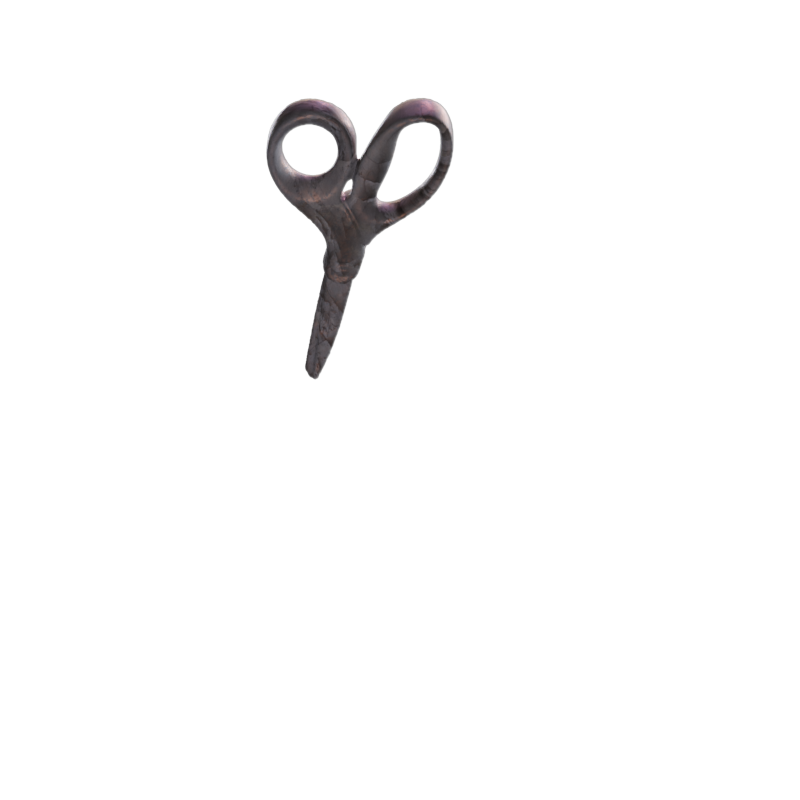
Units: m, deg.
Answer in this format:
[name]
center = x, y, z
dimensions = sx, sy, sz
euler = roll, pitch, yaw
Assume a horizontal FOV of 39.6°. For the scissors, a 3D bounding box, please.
[scissors]
center = -0.044, -0.081, 0.565
dimensions = 0.093, 0.017, 0.195
euler = 19, -45, -21
